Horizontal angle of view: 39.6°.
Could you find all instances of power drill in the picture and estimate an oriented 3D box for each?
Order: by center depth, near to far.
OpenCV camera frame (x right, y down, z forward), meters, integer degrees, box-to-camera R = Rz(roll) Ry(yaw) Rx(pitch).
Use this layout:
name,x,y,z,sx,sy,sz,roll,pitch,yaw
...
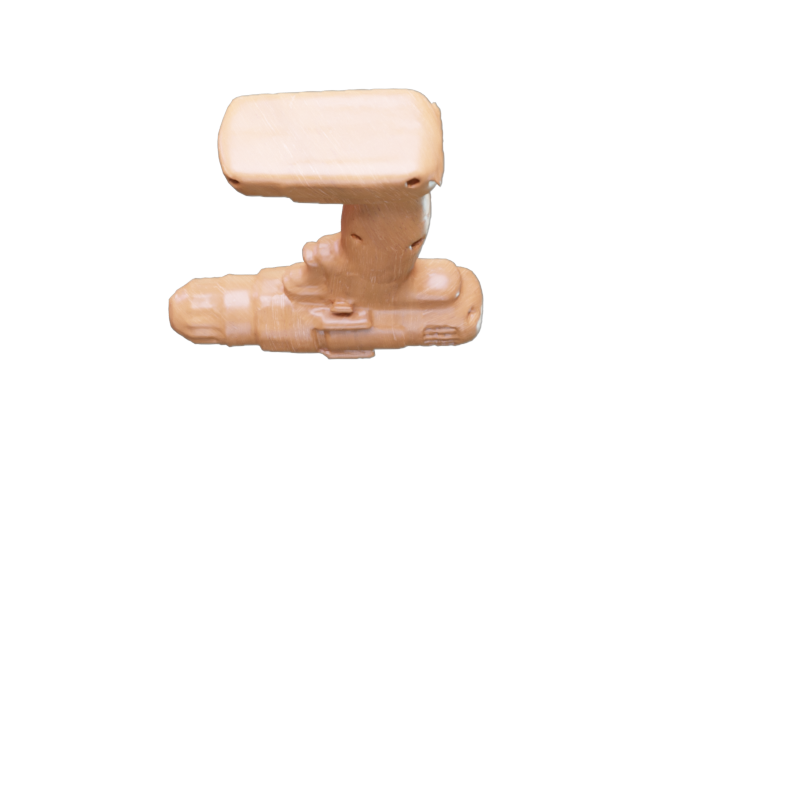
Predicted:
name,x,y,z,sx,sy,sz,roll,pitch,yaw
power drill,-0.046,-0.085,0.593,0.185,0.061,0.175,-2,-28,3
